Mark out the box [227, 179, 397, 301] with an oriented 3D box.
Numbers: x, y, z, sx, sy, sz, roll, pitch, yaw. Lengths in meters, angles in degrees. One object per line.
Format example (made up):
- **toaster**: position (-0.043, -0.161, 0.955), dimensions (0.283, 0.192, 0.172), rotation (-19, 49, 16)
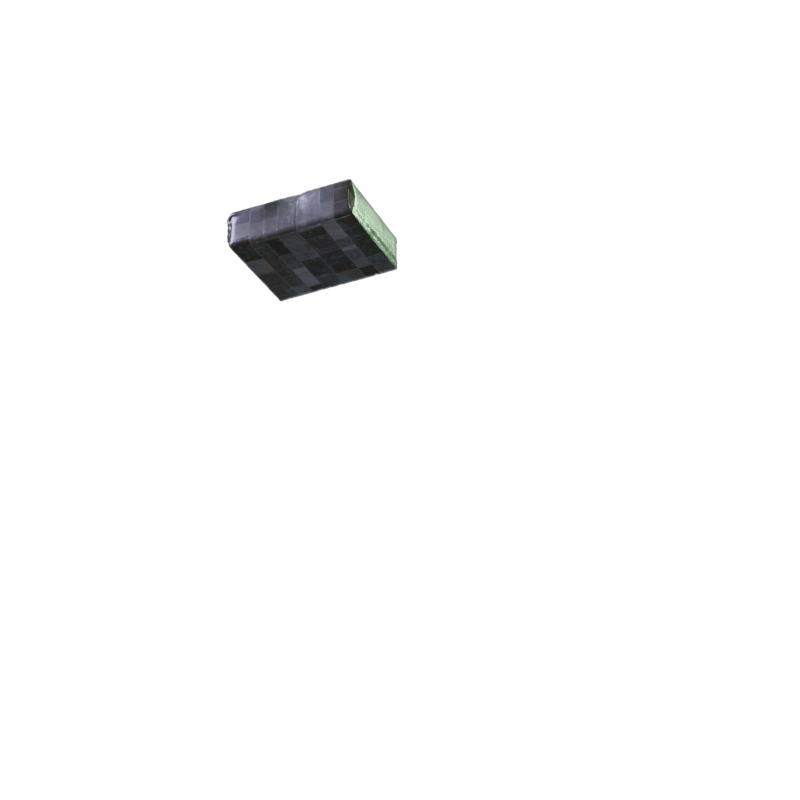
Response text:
- **box**: position (-0.056, -0.102, 0.715), dimensions (0.090, 0.032, 0.068), rotation (-12, -31, 21)
